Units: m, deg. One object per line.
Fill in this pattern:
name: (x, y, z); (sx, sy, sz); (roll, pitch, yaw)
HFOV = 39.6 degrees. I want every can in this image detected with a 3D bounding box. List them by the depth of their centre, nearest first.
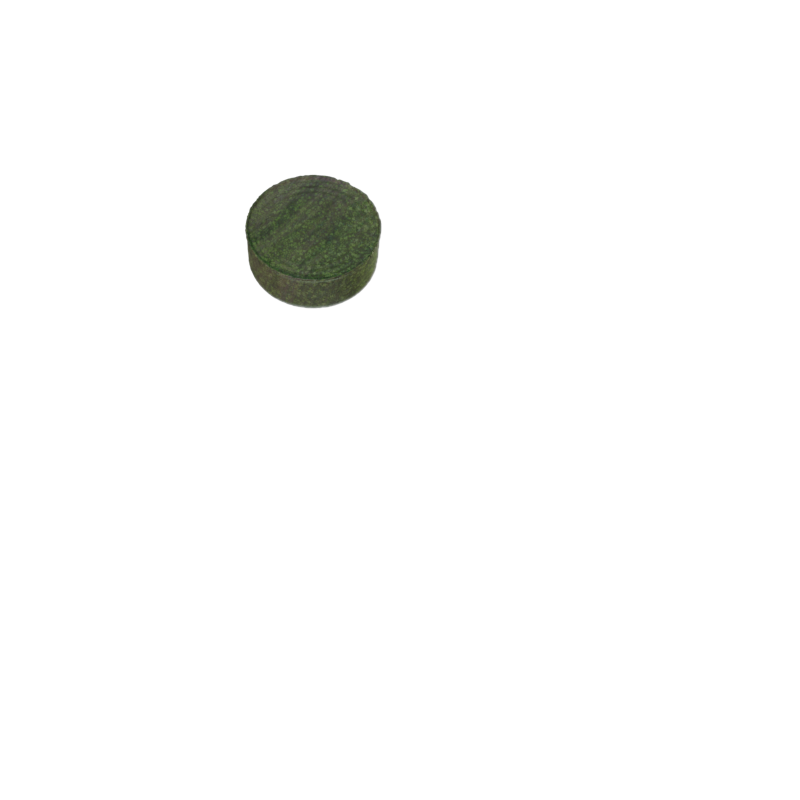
can: (-0.056, -0.101, 0.710); (0.086, 0.092, 0.031); (-1, -35, -1)
